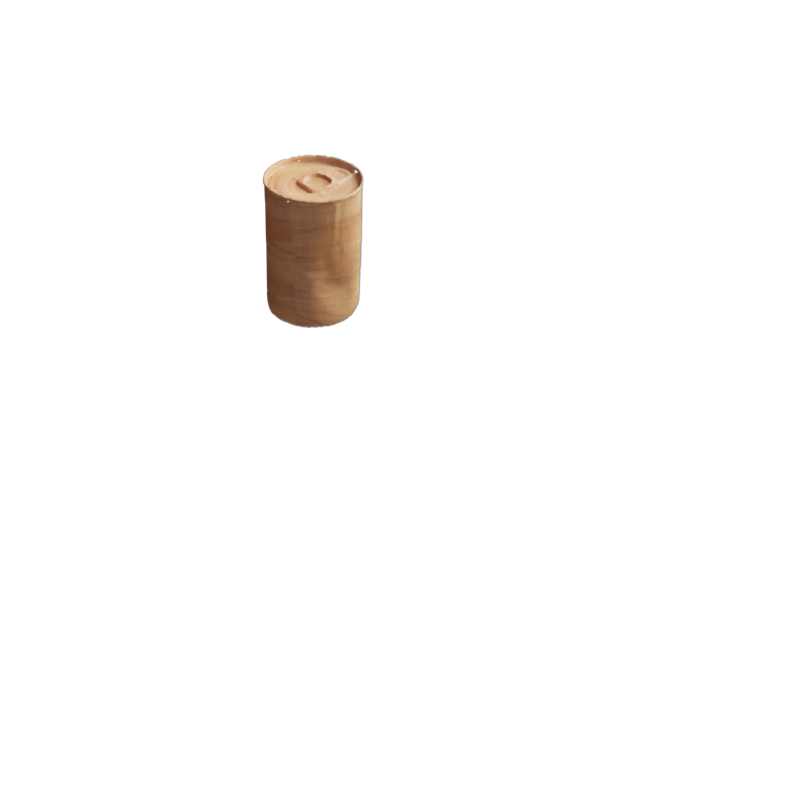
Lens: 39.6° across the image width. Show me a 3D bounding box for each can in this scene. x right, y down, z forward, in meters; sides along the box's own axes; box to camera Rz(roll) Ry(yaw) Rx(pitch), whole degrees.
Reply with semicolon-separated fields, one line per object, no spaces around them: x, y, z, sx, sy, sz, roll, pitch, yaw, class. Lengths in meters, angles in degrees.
-0.060;-0.110;0.770;0.068;0.096;0.073;0;35;-3;can
